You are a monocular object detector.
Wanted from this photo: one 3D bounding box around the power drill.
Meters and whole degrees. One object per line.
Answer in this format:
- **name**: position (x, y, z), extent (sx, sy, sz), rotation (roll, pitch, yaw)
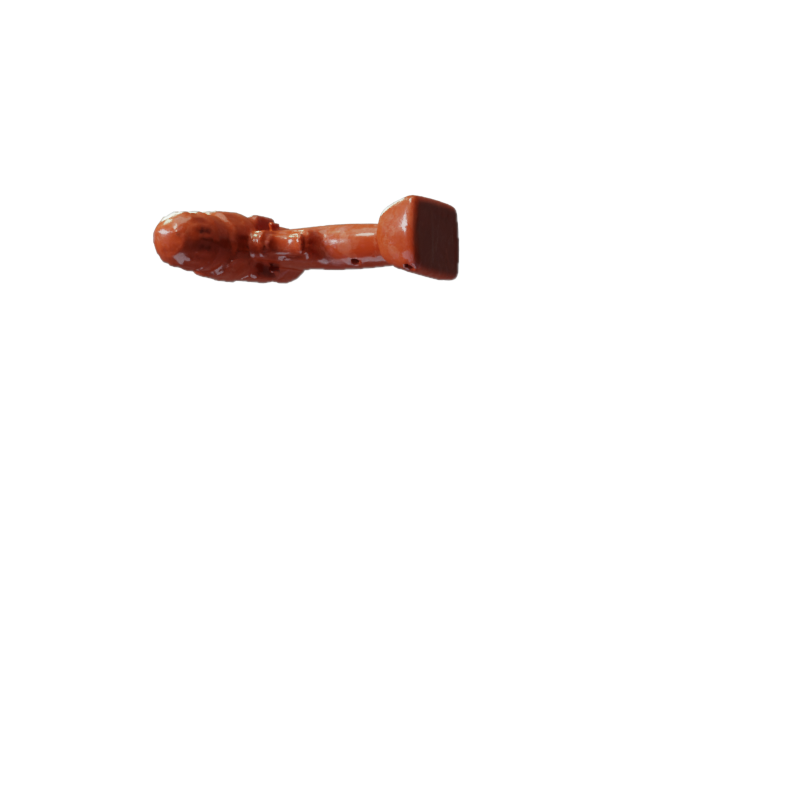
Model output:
- **power drill**: position (-0.063, -0.115, 0.809), extent (0.193, 0.057, 0.179), rotation (2, 4, 24)
